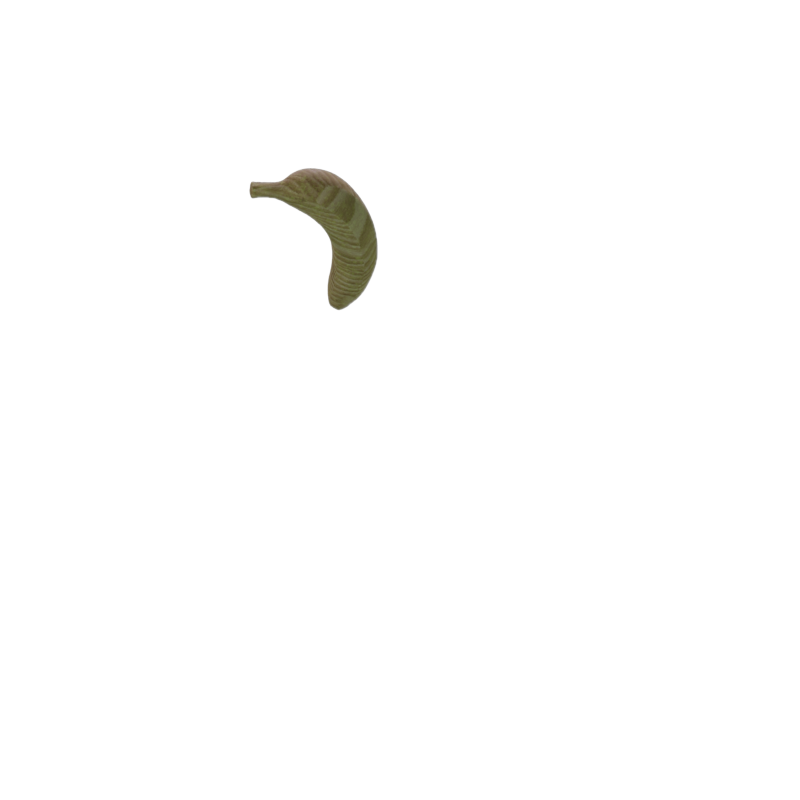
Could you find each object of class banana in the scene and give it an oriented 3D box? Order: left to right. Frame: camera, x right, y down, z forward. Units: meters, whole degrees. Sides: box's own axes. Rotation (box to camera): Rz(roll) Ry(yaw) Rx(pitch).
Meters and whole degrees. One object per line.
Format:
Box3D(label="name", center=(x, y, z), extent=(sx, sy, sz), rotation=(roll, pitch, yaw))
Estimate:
Box3D(label="banana", center=(-0.053, -0.132, 0.883), extent=(0.070, 0.039, 0.183), rotation=(-9, -29, 15))
